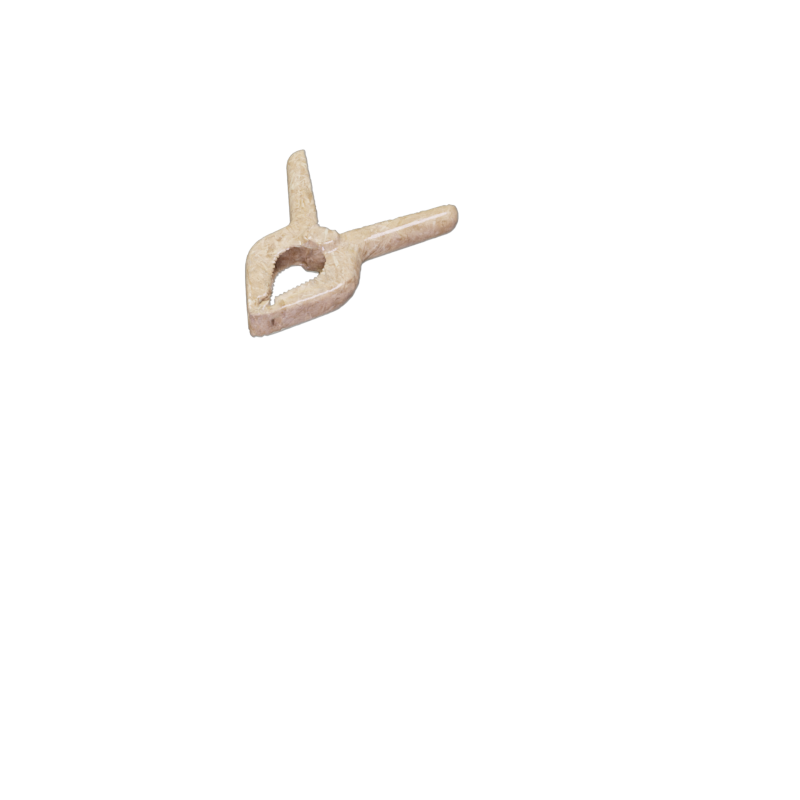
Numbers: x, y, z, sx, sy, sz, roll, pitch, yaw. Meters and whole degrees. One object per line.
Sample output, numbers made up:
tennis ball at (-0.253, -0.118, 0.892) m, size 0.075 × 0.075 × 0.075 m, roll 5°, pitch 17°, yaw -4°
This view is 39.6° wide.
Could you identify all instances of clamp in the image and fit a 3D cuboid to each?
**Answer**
clamp at (-0.072, -0.131, 0.920) m, size 0.173 × 0.034 × 0.214 m, roll 27°, pitch 52°, yaw 23°
